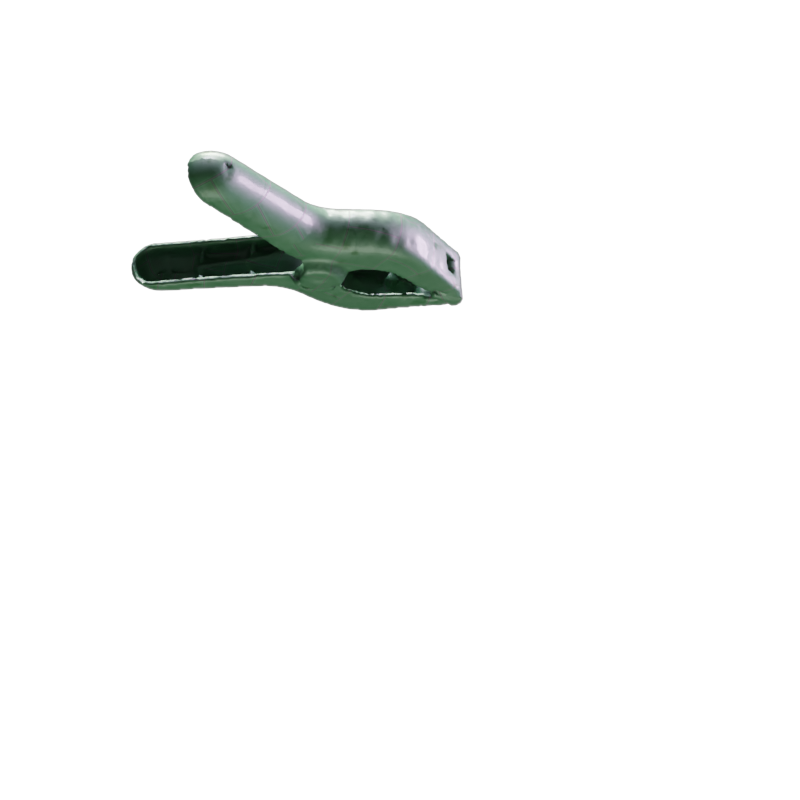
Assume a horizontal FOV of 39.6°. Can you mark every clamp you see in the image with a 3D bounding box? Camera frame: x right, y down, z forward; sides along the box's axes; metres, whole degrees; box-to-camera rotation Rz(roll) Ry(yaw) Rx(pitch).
[{"bbox_3d":[-0.043,-0.079,0.552,0.168,0.041,0.117,4,-15,-14],"label":"clamp"}]
